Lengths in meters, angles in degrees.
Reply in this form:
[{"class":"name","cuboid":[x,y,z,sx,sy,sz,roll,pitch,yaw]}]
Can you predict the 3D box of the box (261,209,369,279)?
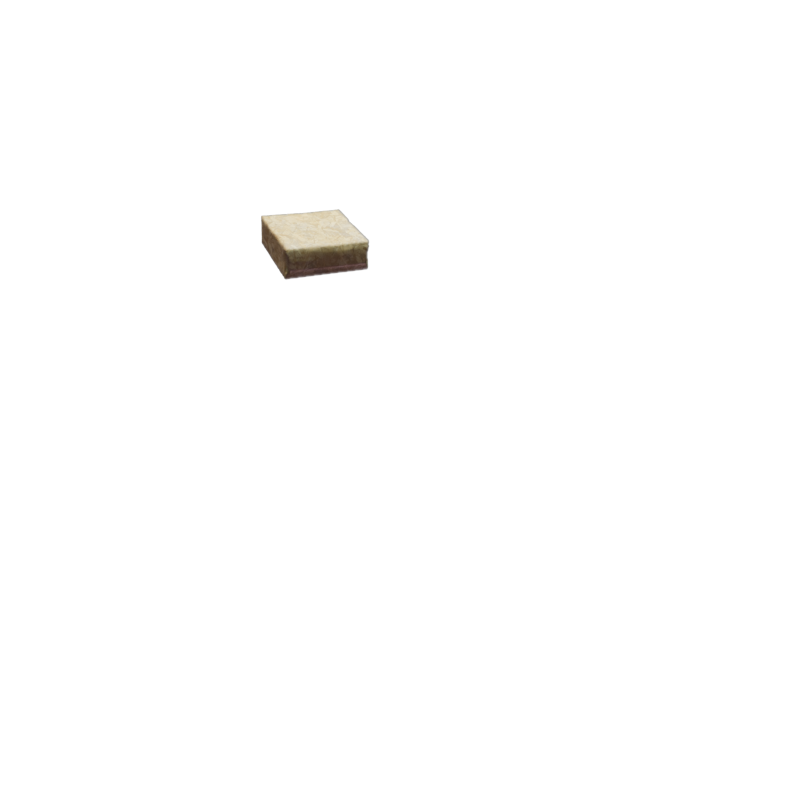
[{"class":"box","cuboid":[-0.074,-0.135,0.949,0.072,0.029,0.095,-8,27,-16]}]
